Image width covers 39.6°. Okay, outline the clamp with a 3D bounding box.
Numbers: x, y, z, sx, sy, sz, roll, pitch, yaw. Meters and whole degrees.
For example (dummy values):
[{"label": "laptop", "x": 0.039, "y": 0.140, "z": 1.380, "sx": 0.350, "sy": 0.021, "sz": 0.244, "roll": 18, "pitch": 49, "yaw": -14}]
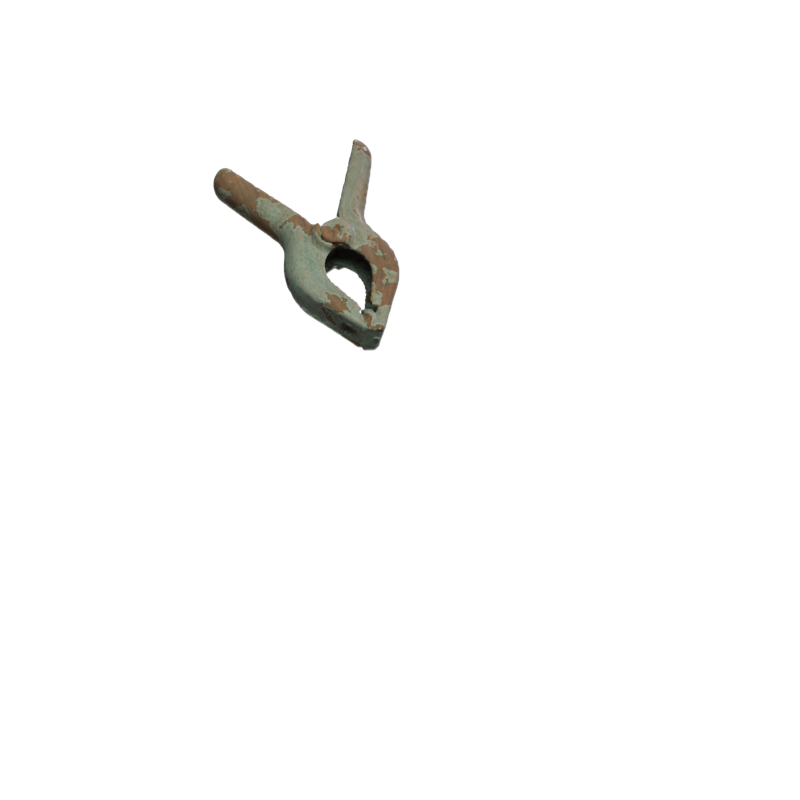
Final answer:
[{"label": "clamp", "x": -0.061, "y": -0.110, "z": 0.773, "sx": 0.119, "sy": 0.185, "sz": 0.037, "roll": -12, "pitch": -34, "yaw": -8}]
